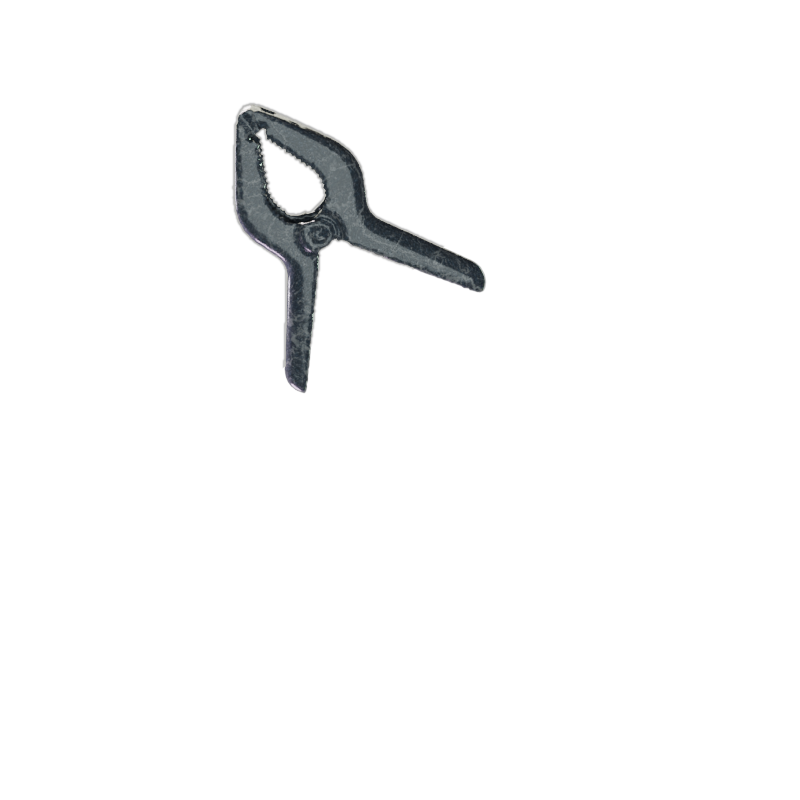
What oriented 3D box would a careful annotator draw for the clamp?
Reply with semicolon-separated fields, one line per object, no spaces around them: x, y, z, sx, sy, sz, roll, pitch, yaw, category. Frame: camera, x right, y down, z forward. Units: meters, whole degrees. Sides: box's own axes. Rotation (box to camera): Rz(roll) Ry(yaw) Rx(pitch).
-0.062;-0.114;0.795;0.164;0.203;0.038;-37;13;10;clamp
